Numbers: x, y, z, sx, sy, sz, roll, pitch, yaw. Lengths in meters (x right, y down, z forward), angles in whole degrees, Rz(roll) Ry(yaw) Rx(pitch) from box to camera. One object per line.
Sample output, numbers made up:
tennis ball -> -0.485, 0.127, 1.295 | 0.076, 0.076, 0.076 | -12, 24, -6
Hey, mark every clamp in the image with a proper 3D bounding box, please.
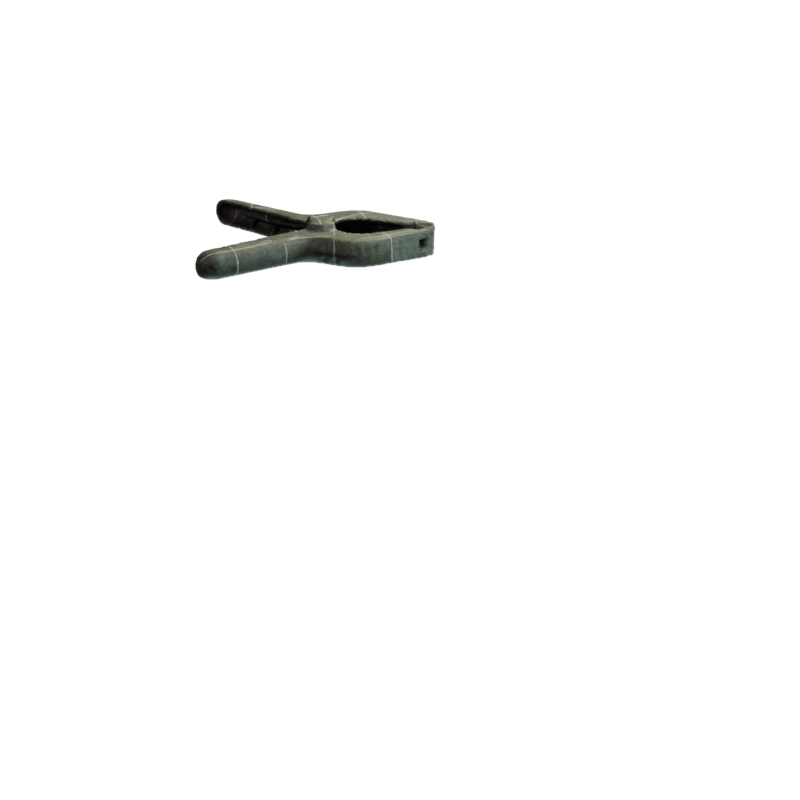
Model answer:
clamp -> -0.076, -0.139, 0.975 | 0.212, 0.034, 0.172 | 3, 27, 6
